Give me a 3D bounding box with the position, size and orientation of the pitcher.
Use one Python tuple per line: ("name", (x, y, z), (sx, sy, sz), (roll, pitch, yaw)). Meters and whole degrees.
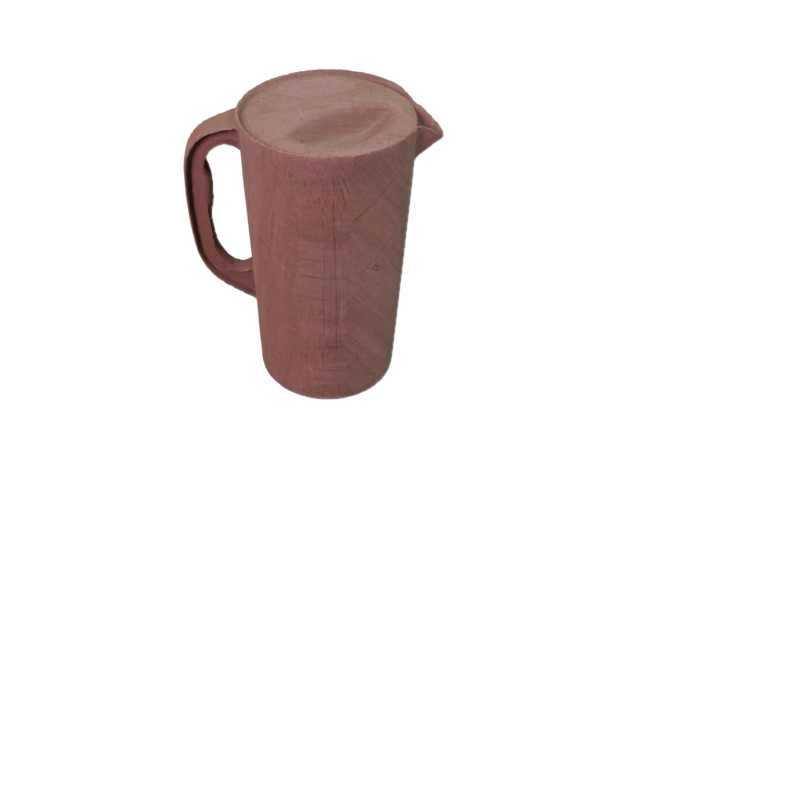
("pitcher", (-0.067, -0.122, 0.854), (0.158, 0.227, 0.146), (29, 45, 30))
